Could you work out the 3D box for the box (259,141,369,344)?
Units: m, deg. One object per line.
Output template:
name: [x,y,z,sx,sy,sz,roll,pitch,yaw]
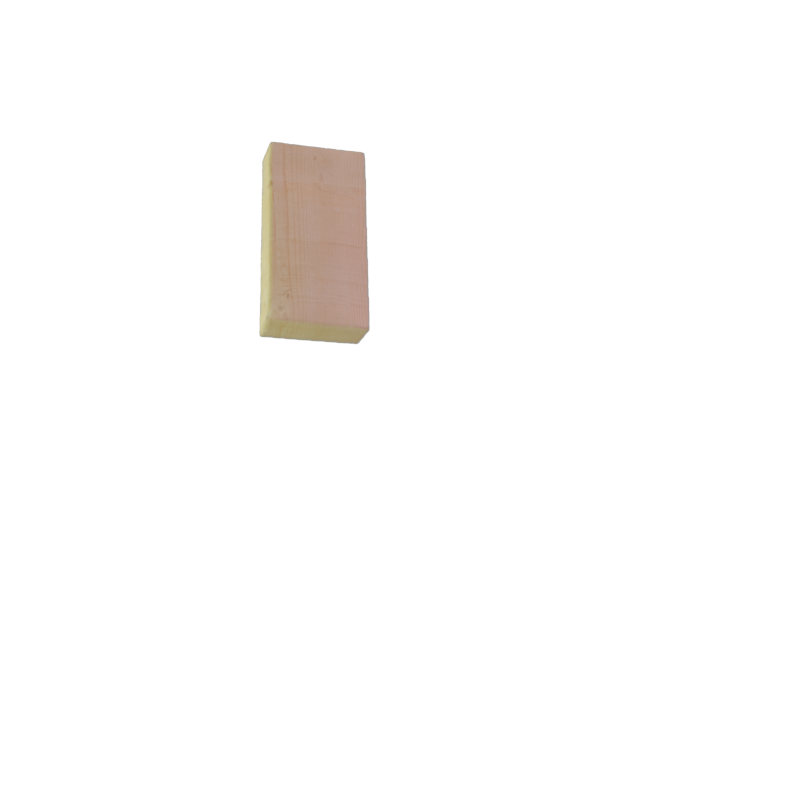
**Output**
box: [-0.078,-0.142,0.996,0.091,0.186,0.046,5,-26,-13]
